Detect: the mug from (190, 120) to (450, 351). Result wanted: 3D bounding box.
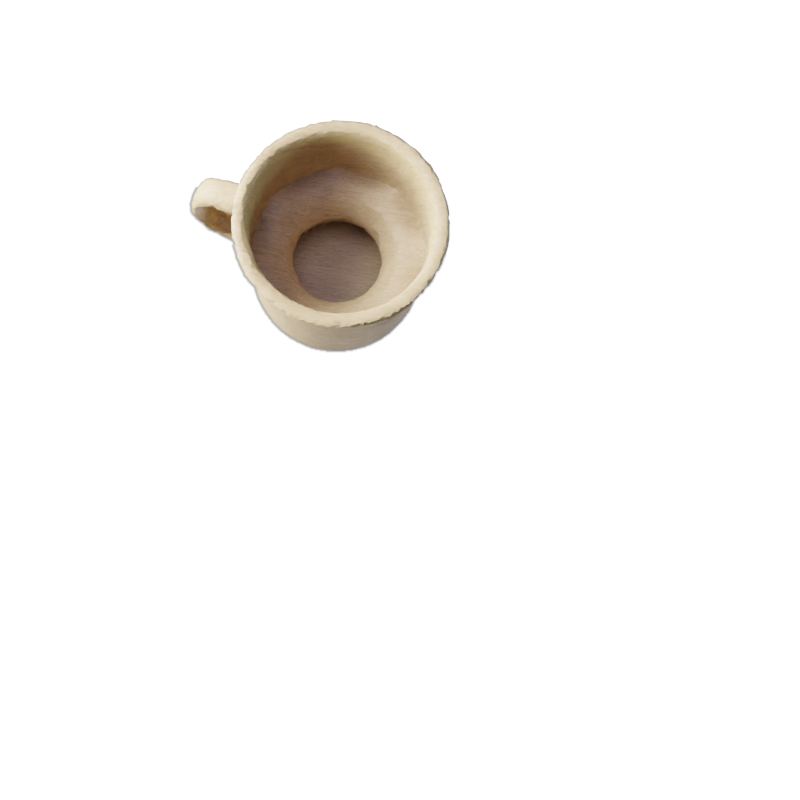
[{"bbox_3d":[-0.040,-0.073,0.508,0.118,0.096,0.079,16,-14,3],"label":"mug"}]
